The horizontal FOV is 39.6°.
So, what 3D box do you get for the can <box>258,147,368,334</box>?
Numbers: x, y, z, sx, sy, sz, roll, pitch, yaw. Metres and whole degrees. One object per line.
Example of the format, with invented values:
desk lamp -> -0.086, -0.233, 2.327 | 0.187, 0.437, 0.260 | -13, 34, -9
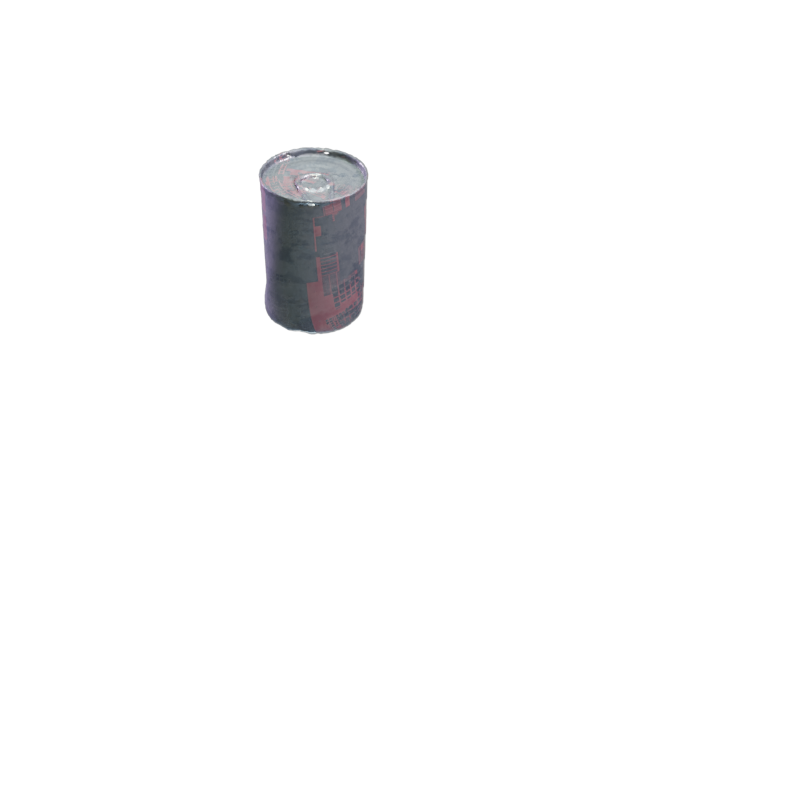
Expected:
can -> -0.056, -0.102, 0.713 | 0.068, 0.096, 0.073 | 0, 36, -3
